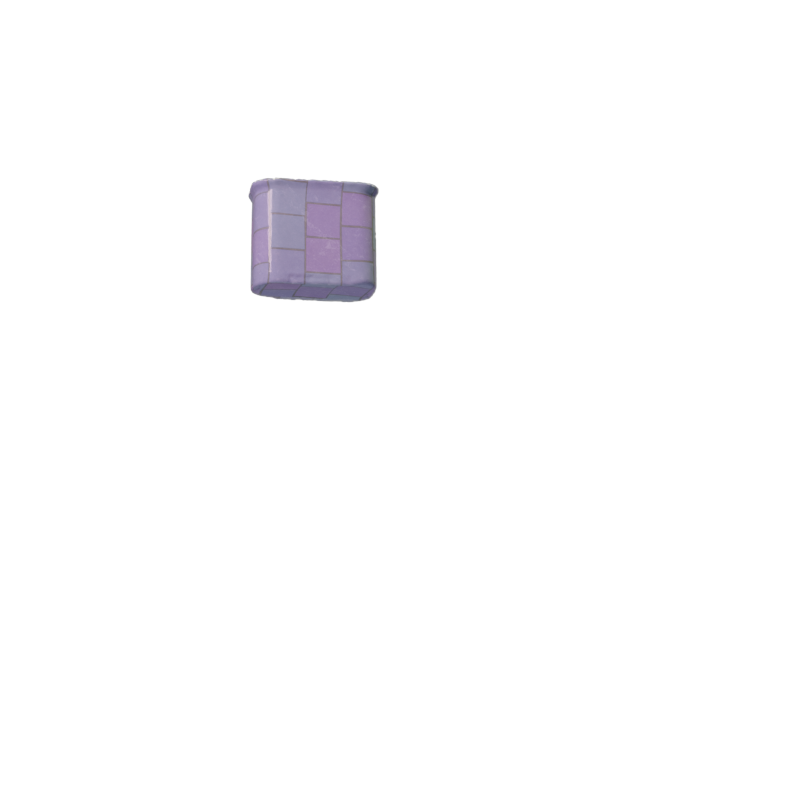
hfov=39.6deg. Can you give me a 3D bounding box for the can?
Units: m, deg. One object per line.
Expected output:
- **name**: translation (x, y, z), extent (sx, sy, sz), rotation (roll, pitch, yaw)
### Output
- **can**: translation (-0.068, -0.124, 0.871), extent (0.100, 0.087, 0.056), rotation (2, -15, -10)
